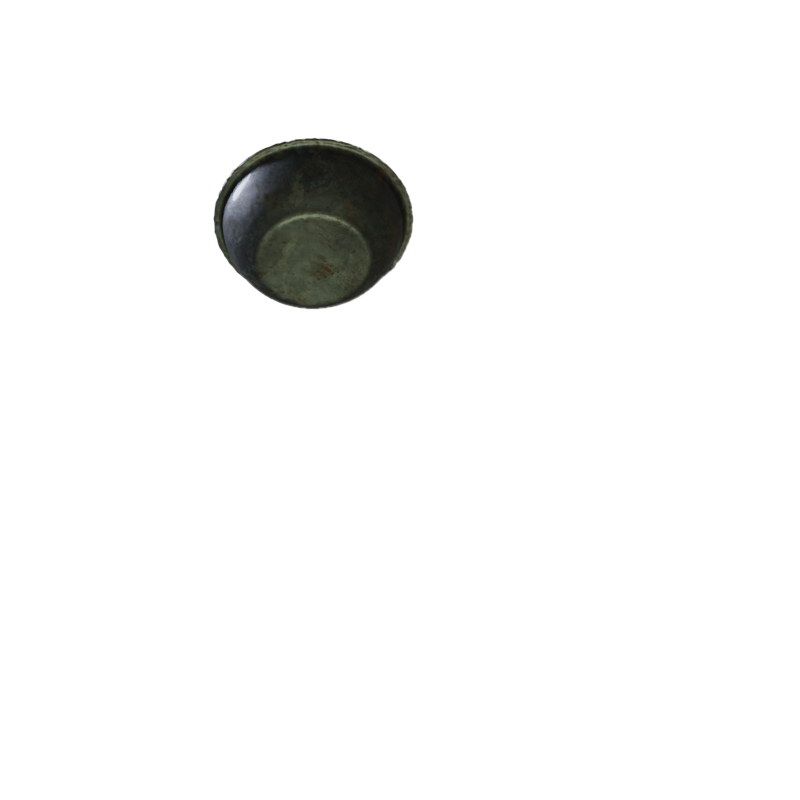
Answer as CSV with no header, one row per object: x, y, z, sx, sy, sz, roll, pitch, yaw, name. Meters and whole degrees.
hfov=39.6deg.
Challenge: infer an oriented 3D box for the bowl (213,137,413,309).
-0.069,-0.125,0.877,0.162,0.151,0.059,1,39,-1,bowl
